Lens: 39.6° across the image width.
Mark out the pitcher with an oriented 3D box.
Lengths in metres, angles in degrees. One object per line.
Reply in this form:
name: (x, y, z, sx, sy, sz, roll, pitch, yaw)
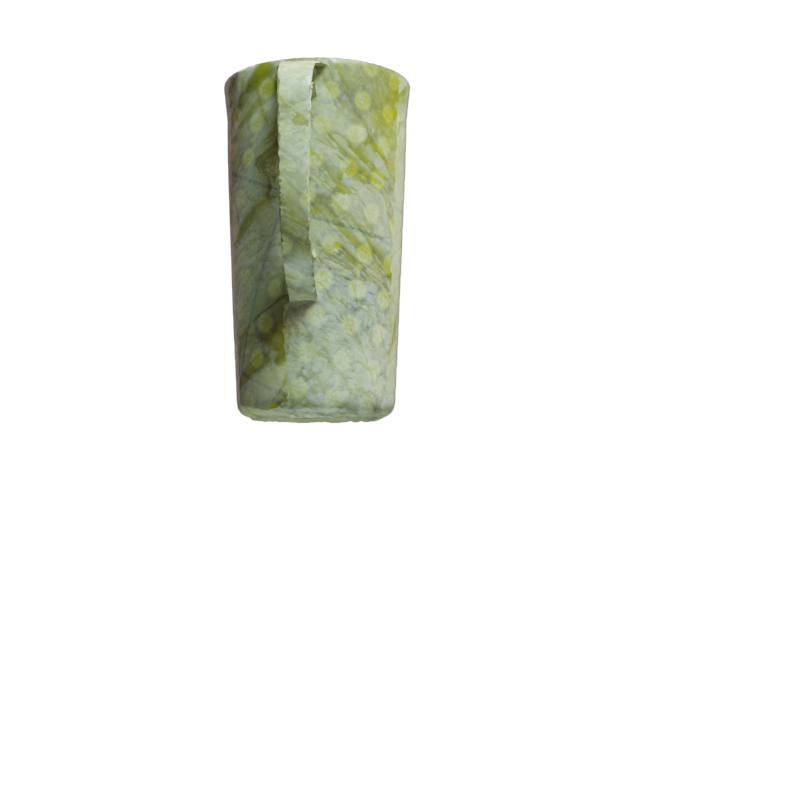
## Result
pitcher: (-0.060, -0.109, 0.765, 0.142, 0.249, 0.148, 7, -12, -40)
